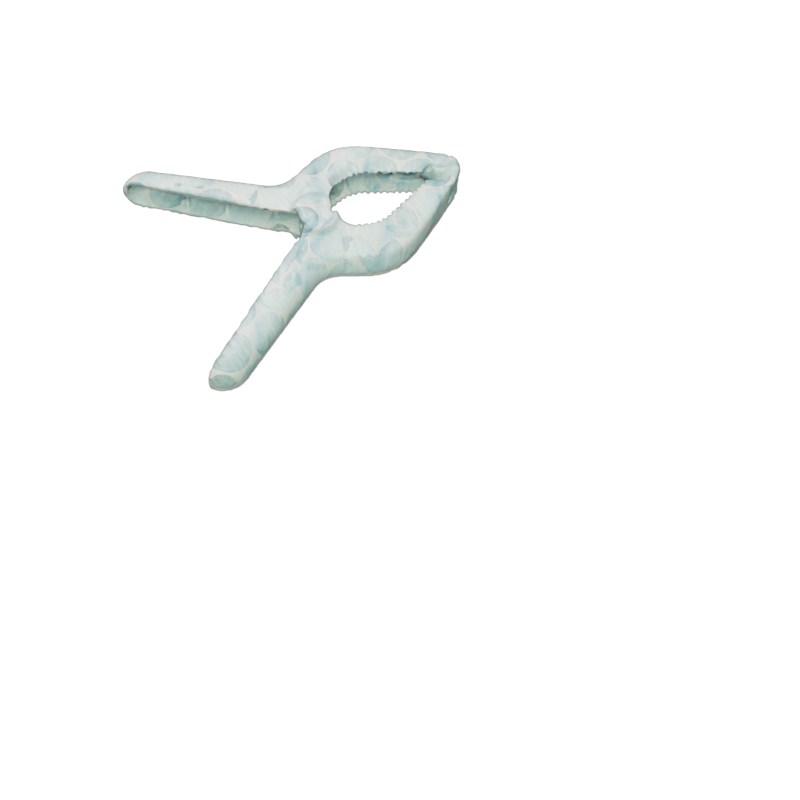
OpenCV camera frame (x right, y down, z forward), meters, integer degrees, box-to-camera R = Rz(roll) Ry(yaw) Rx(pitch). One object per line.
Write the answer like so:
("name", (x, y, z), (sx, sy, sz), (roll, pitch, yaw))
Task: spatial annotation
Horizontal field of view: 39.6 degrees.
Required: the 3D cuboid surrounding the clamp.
("clamp", (-0.054, -0.099, 0.692), (0.208, 0.176, 0.034), (-16, -30, -10))
